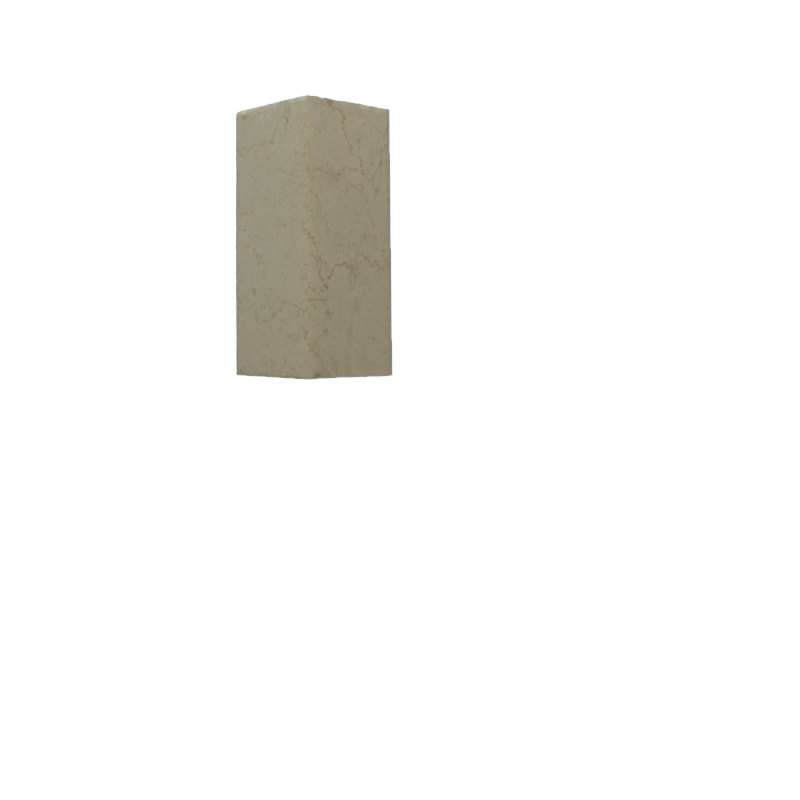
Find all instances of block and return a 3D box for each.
[{"bbox_3d":[-0.068,-0.123,0.860,0.086,0.208,0.094,2,-4,-43],"label":"block"}]
